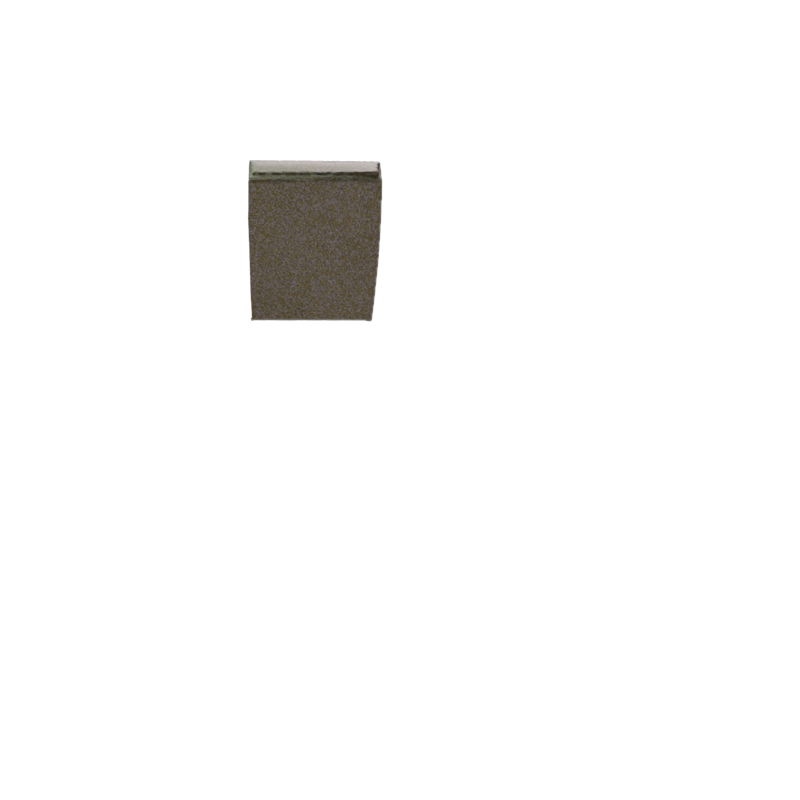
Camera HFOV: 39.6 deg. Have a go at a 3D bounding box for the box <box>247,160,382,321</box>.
[{"bbox_3d":[-0.060,-0.109,0.762,0.090,0.107,0.041,2,30,-2],"label":"box"}]
